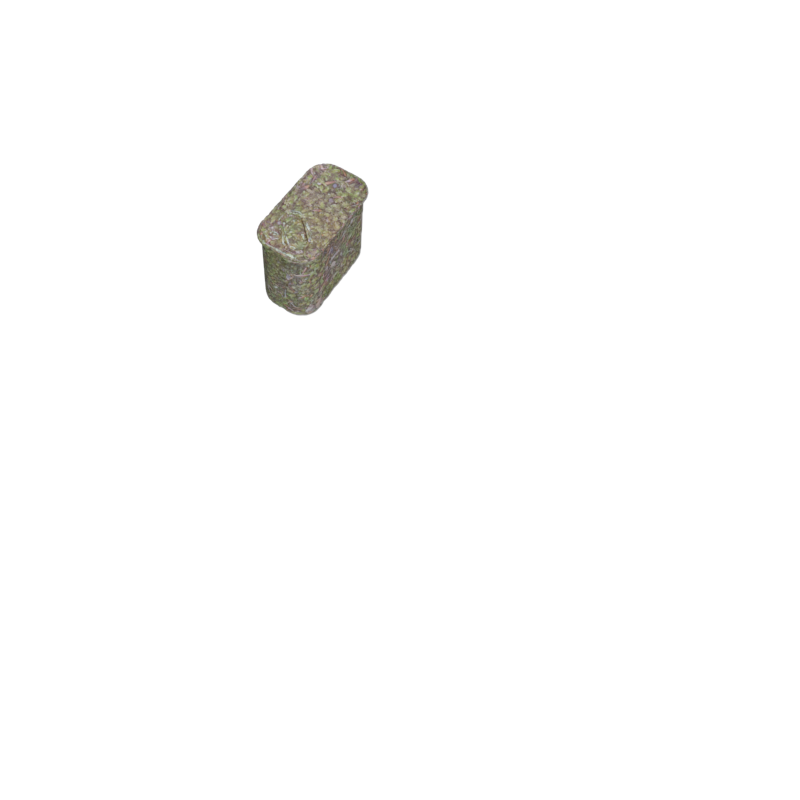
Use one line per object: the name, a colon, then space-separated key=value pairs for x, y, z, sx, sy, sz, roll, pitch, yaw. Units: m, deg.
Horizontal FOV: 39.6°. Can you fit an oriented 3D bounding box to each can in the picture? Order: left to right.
can: x=-0.072 y=-0.132 z=0.925 sx=0.060 sy=0.105 sz=0.078 roll=28 pitch=-30 yaw=15
